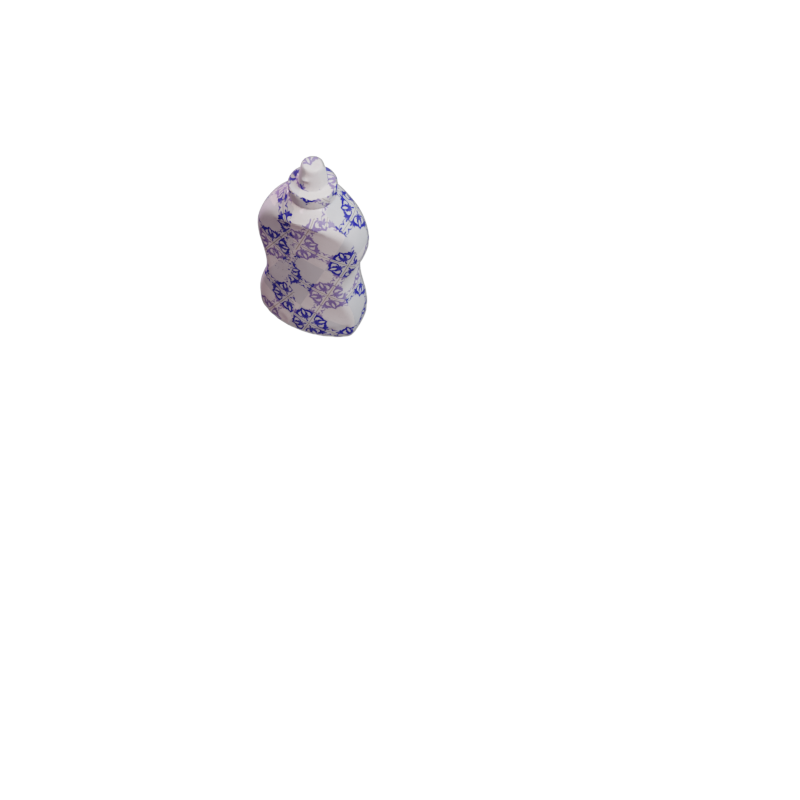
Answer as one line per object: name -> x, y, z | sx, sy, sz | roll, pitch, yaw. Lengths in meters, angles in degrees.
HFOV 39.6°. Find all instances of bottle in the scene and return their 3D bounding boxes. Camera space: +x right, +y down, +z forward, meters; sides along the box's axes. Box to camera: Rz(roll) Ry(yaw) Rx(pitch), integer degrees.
bottle -> -0.075, -0.135, 0.951 | 0.099, 0.060, 0.179 | 24, -35, 14
